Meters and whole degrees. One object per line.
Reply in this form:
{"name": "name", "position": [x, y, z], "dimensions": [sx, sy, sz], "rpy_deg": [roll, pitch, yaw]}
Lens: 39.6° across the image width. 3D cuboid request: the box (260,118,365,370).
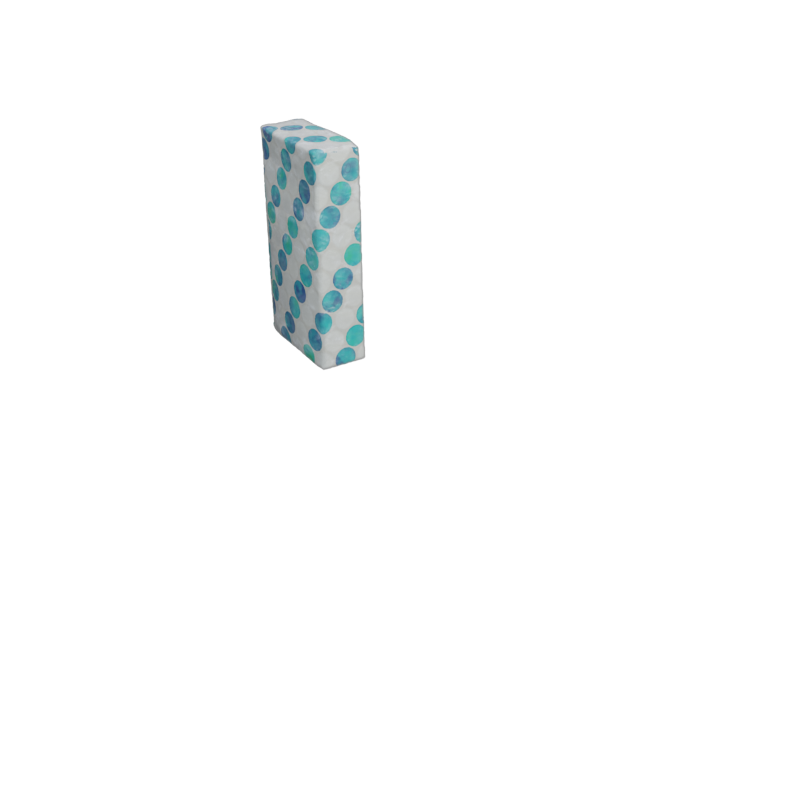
{"name": "box", "position": [-0.067, -0.124, 0.866], "dimensions": [0.047, 0.168, 0.100], "rpy_deg": [-11, 26, -28]}
